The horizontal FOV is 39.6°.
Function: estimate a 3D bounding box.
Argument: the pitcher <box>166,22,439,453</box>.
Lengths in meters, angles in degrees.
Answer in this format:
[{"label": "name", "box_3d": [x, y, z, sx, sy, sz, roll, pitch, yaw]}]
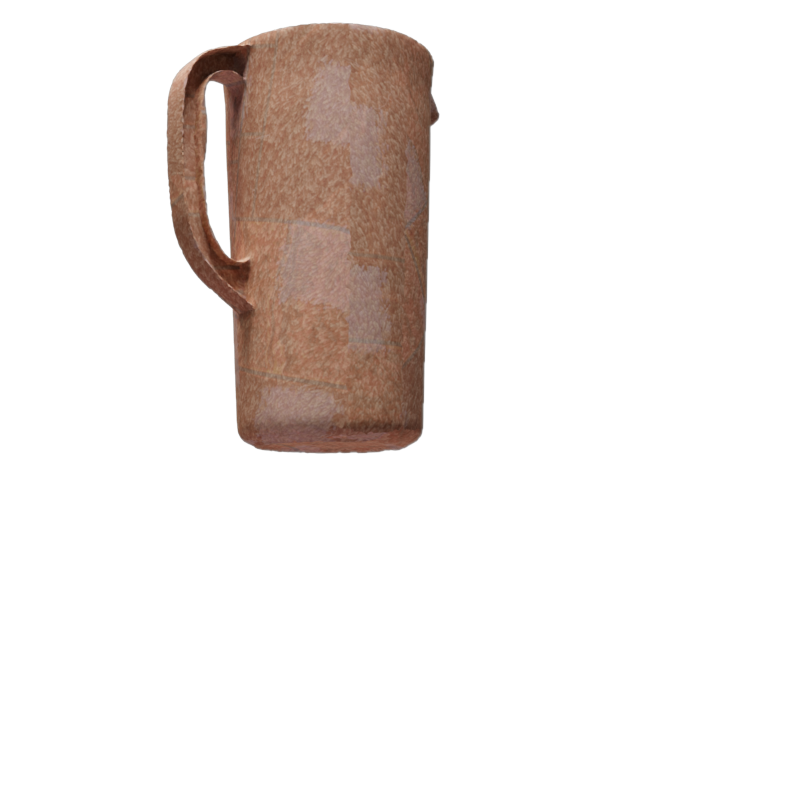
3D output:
[{"label": "pitcher", "box_3d": [-0.052, -0.095, 0.664, 0.151, 0.251, 0.139, -3, -13, 8]}]
